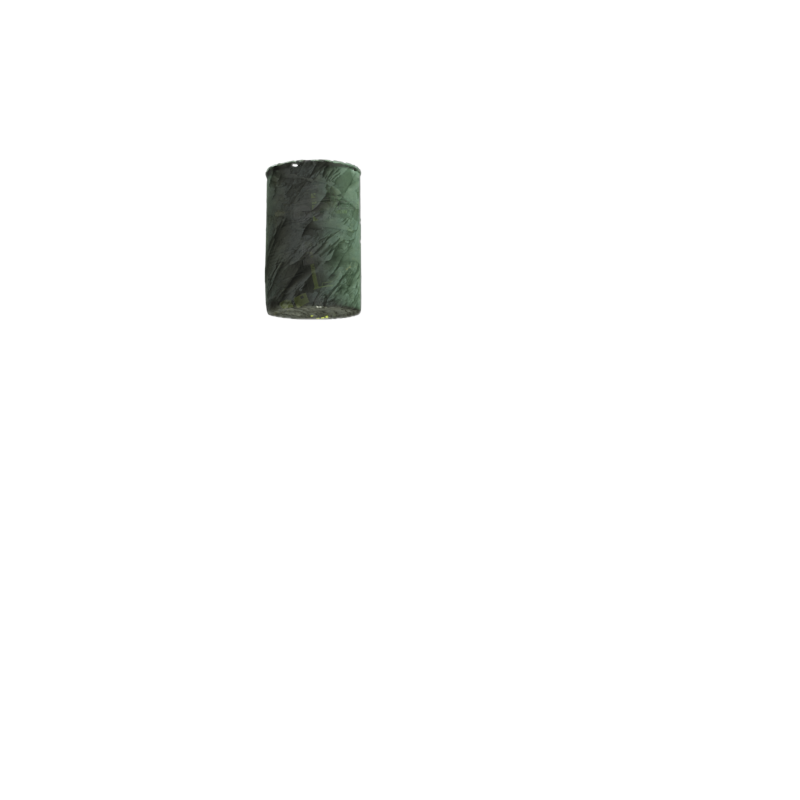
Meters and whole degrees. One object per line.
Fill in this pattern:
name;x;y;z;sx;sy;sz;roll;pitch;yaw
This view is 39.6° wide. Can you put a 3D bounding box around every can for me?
can;-0.061;-0.111;0.777;0.068;0.105;0.067;0;-9;-2
